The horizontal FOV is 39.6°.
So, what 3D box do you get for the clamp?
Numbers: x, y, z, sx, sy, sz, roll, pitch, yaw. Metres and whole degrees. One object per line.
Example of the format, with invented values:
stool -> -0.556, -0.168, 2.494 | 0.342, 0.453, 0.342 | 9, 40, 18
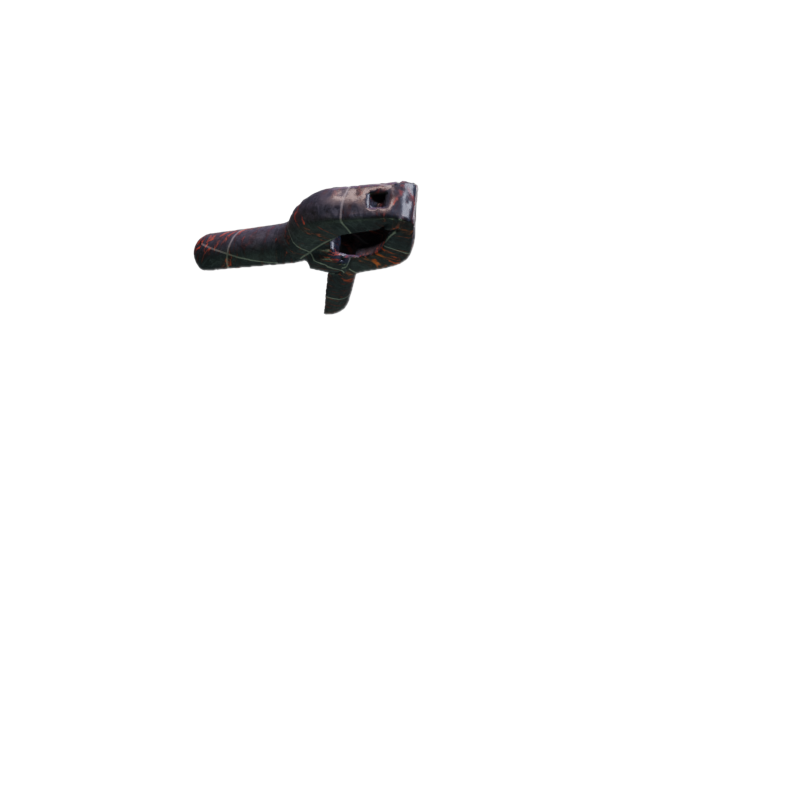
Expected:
clamp -> -0.056, -0.102, 0.712 | 0.115, 0.041, 0.170 | 10, -21, -26
